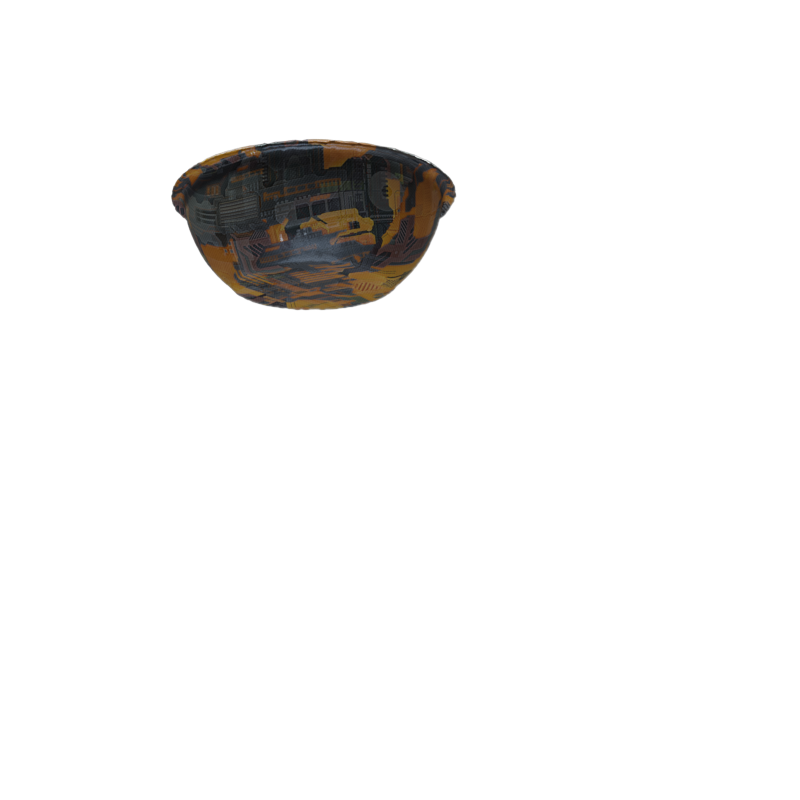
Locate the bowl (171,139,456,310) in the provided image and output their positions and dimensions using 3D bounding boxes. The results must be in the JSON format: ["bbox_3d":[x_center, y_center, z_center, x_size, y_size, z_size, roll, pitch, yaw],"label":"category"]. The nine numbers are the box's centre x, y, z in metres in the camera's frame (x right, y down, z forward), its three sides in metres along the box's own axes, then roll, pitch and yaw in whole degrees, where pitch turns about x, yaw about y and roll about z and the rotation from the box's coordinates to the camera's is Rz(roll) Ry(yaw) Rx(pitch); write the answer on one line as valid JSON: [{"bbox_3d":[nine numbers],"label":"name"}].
[{"bbox_3d":[-0.049,-0.089,0.625,0.162,0.057,0.156,0,-13,-2],"label":"bowl"}]
